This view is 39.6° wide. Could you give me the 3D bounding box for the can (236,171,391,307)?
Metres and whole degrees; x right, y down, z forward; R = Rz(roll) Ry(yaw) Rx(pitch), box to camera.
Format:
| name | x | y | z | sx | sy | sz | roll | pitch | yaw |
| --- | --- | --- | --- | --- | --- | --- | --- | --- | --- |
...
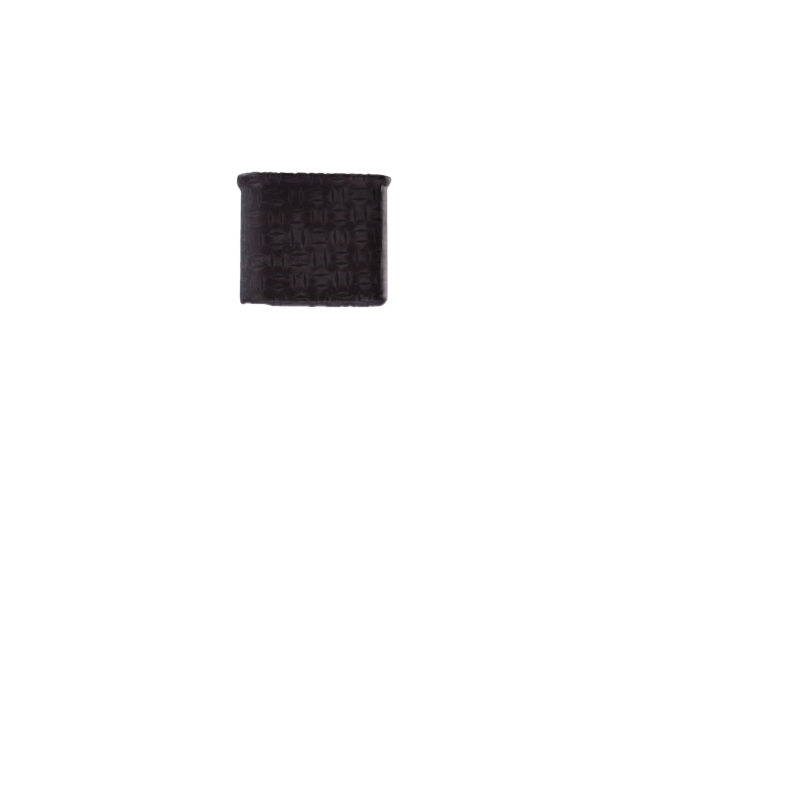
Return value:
| name | x | y | z | sx | sy | sz | roll | pitch | yaw |
| --- | --- | --- | --- | --- | --- | --- | --- | --- | --- |
| can | -0.057 | -0.105 | 0.733 | 0.101 | 0.085 | 0.057 | 0 | -4 | -6 |
